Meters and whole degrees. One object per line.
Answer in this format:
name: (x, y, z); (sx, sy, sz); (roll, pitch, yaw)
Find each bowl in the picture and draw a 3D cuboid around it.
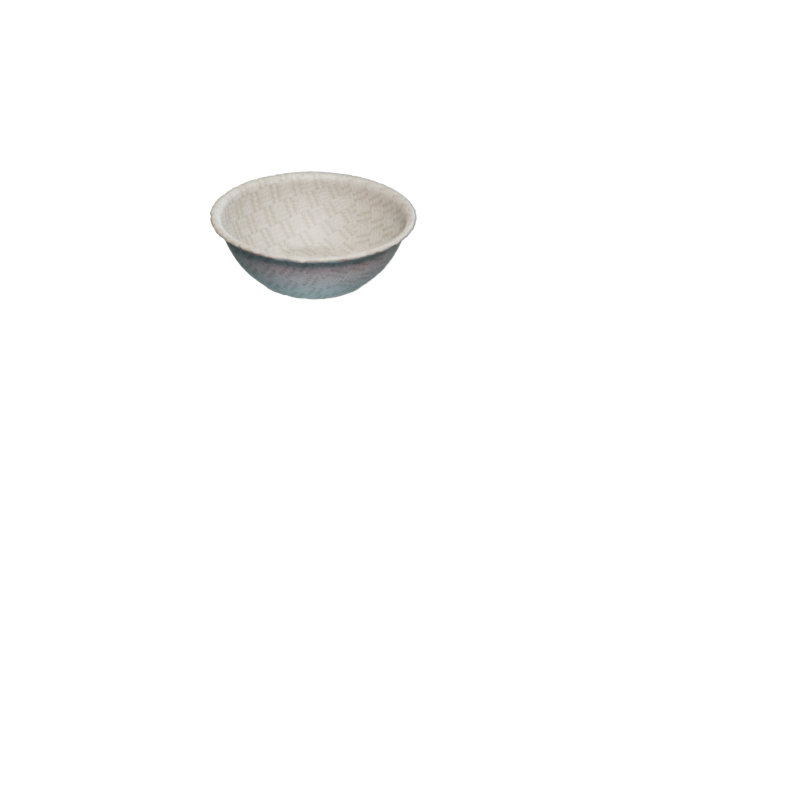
bowl: (-0.069, -0.126, 0.881); (0.162, 0.052, 0.173); (-1, 33, -2)
